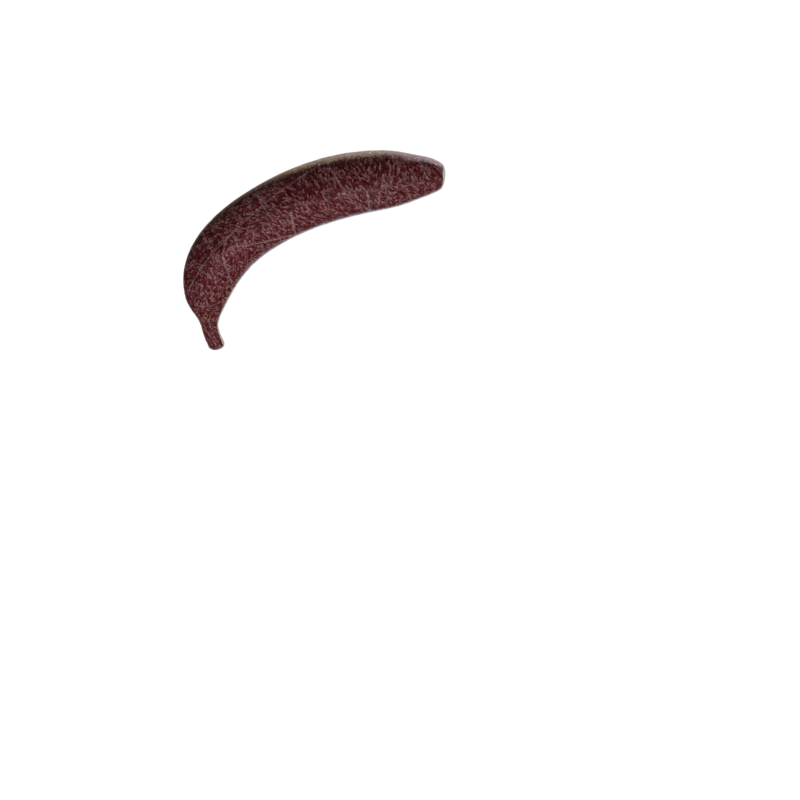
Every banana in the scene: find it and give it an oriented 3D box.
[{"bbox_3d":[-0.067,-0.103,0.663,0.197,0.039,0.065,-31,-52,28],"label":"banana"}]
